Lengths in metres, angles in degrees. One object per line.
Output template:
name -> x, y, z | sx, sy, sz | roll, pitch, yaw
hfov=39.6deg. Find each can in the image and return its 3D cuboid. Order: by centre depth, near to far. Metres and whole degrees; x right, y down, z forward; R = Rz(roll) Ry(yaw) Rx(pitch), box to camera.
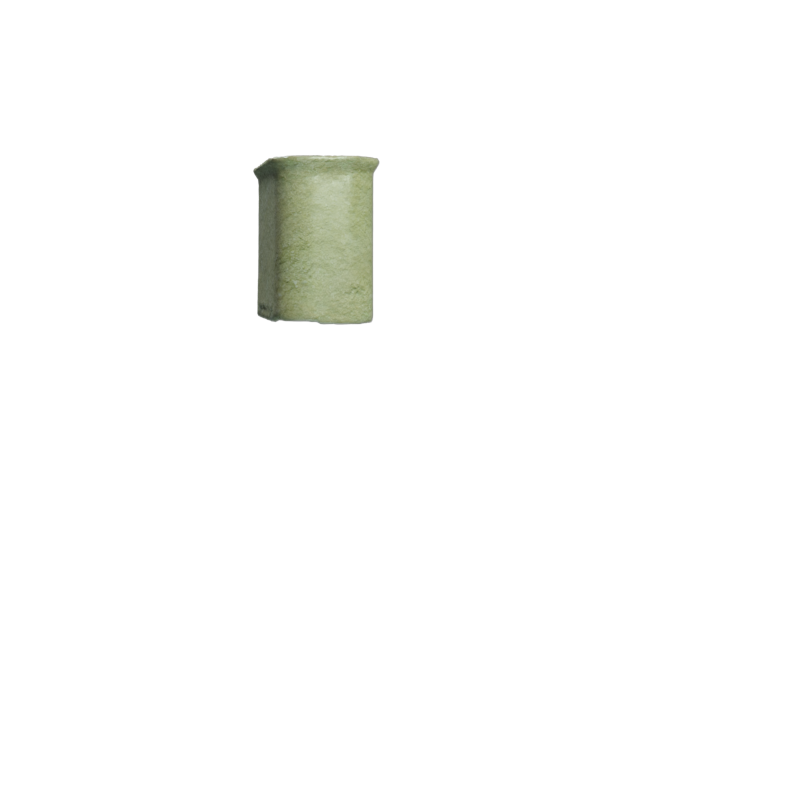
can -> -0.047, -0.085, 0.594 | 0.057, 0.084, 0.104 | 0, 4, -13
